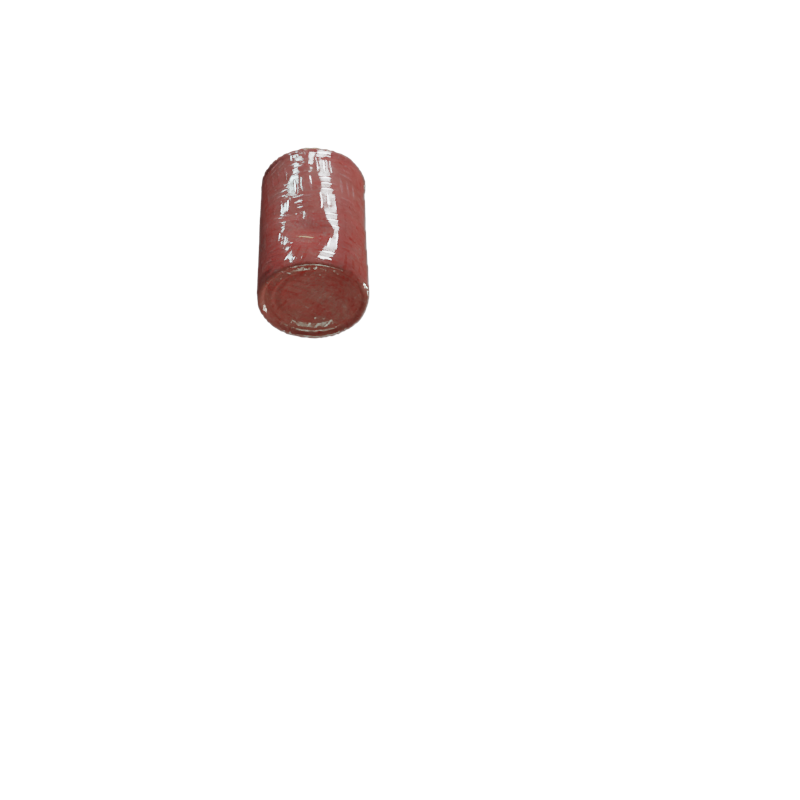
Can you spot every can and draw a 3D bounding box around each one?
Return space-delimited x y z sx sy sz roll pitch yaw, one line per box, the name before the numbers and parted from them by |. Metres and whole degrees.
can | -0.054 -0.098 0.684 0.068 0.110 0.064 -1 -42 -3
